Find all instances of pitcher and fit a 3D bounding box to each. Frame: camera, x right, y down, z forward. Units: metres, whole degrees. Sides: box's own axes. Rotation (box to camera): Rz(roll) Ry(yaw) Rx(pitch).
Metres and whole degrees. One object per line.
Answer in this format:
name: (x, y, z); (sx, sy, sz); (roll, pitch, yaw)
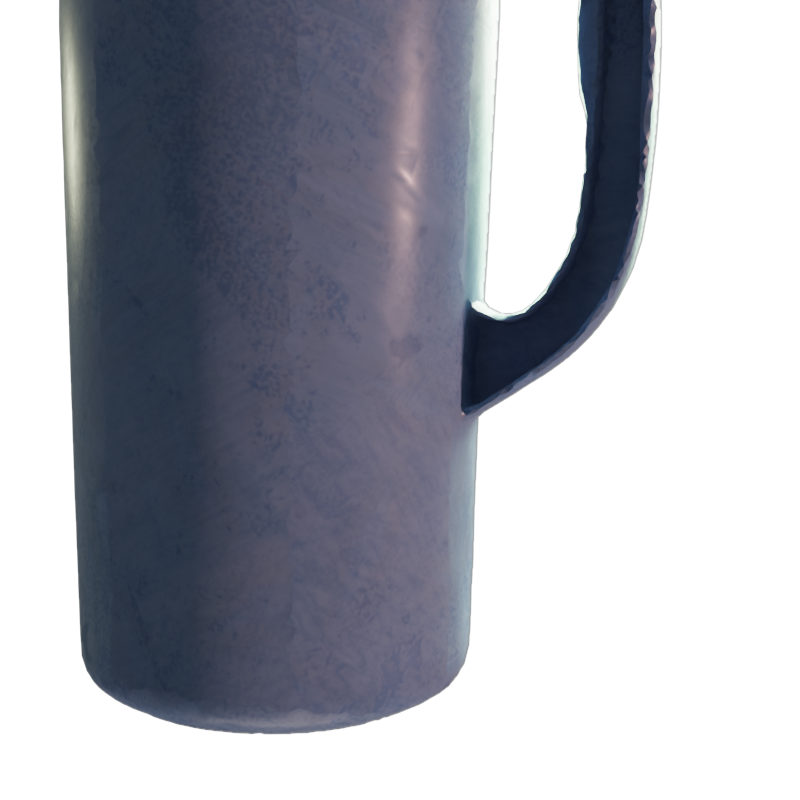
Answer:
pitcher: (-0.024, -0.045, 0.313); (0.140, 0.245, 0.153); (1, -1, -26)
